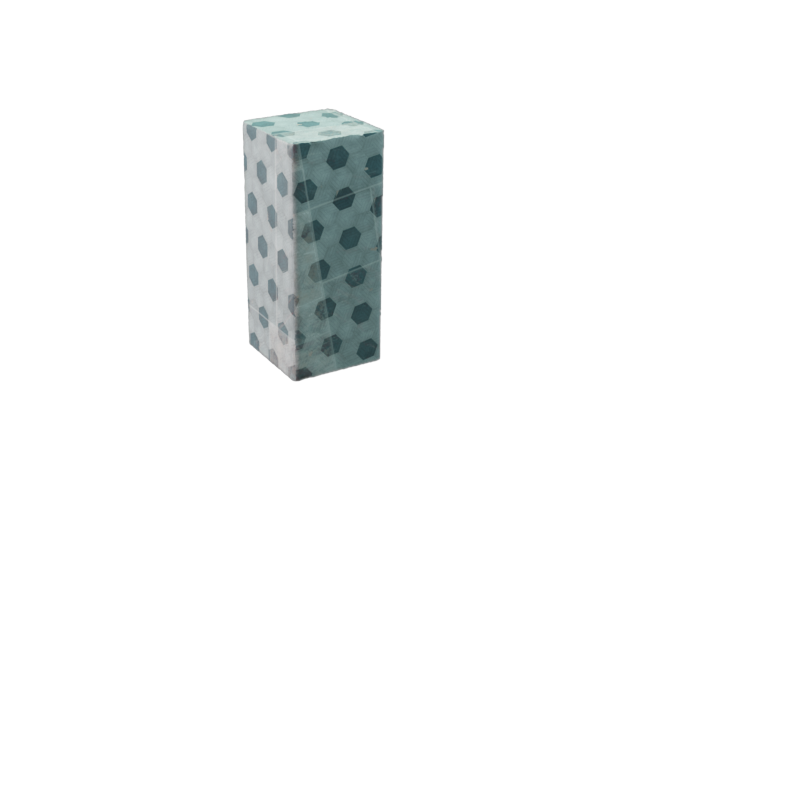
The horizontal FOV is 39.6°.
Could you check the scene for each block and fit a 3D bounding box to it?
[{"bbox_3d":[-0.075,-0.135,0.947,0.088,0.196,0.097,-12,27,-30],"label":"block"}]
